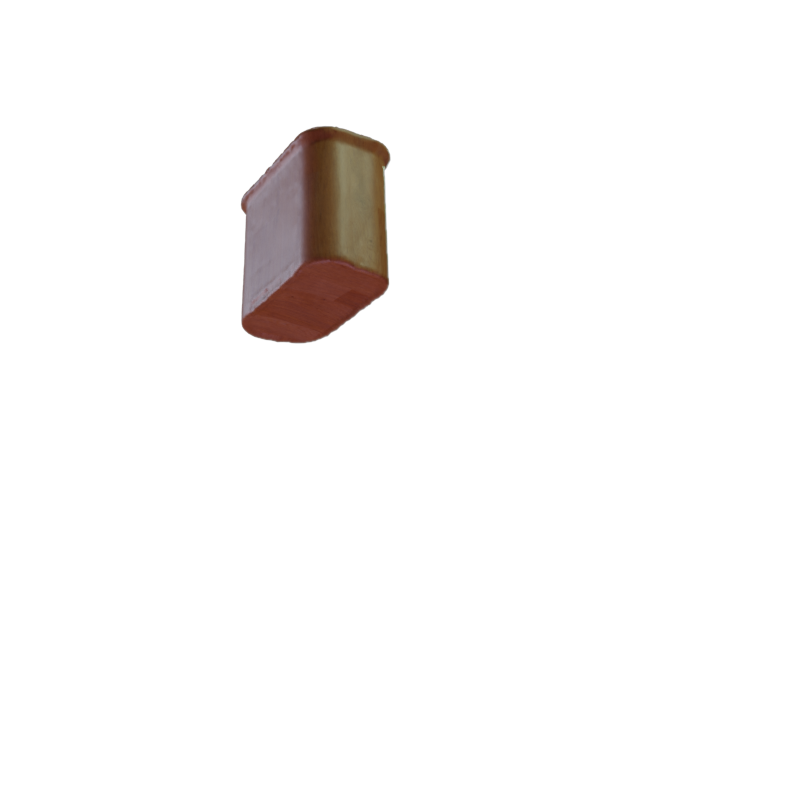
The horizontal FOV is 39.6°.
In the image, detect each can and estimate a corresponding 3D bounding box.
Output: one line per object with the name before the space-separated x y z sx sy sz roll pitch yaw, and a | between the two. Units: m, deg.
can | -0.048 -0.088 0.616 0.055 0.089 0.100 16 -31 -29
